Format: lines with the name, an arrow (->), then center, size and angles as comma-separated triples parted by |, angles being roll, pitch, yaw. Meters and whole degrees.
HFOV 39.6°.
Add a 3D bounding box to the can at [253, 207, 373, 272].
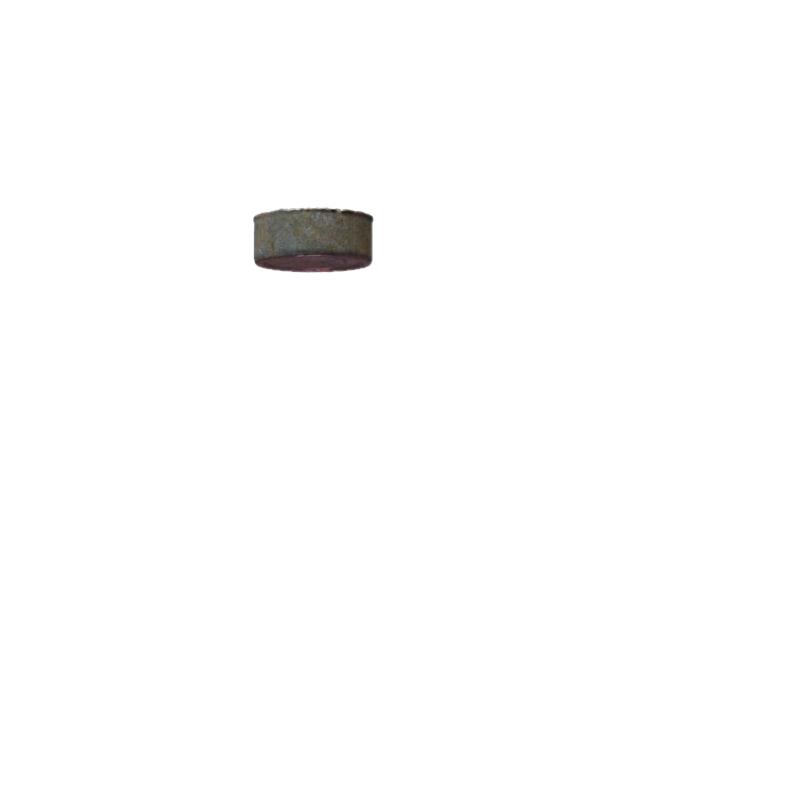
can -> -0.061, -0.112, 0.785 | 0.086, 0.034, 0.085 | 0, -3, -2
